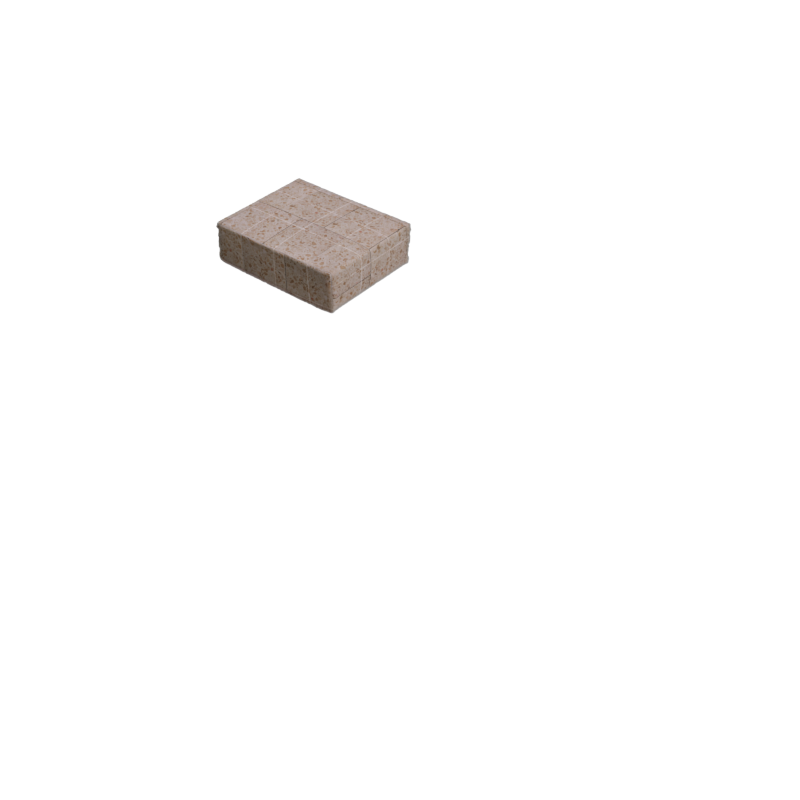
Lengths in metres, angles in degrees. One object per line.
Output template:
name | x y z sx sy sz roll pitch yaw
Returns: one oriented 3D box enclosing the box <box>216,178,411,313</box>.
box | -0.063 -0.115 0.806 0.120 0.036 0.090 28 46 30
